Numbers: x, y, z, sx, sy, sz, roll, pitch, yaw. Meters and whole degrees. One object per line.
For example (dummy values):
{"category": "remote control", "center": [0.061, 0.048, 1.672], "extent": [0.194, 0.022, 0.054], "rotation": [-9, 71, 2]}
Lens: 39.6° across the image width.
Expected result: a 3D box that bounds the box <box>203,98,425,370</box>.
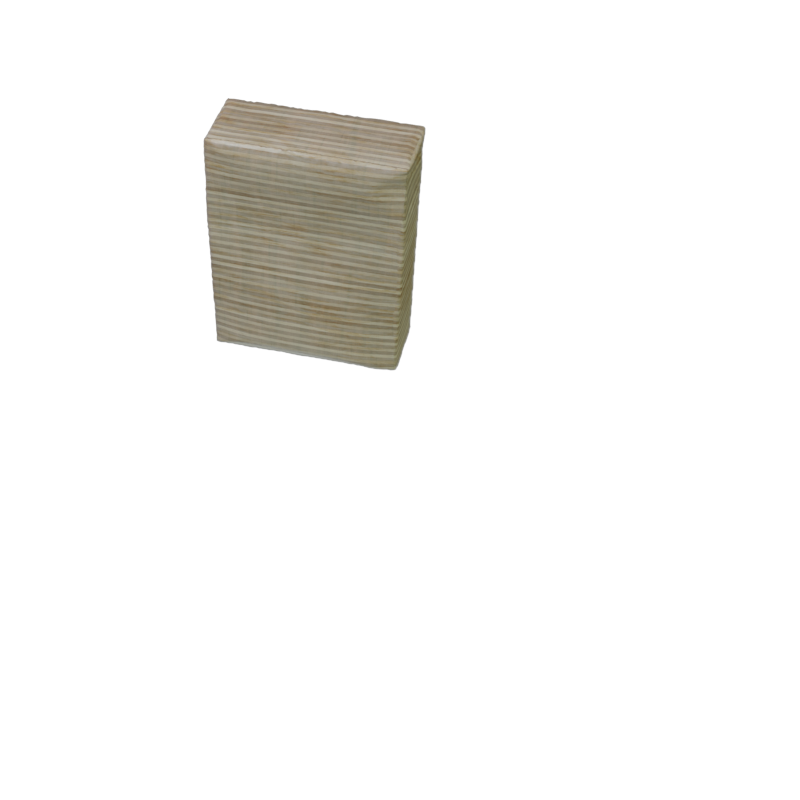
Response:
{"category": "box", "center": [-0.071, -0.130, 0.911], "extent": [0.167, 0.199, 0.076], "rotation": [11, 43, 9]}
